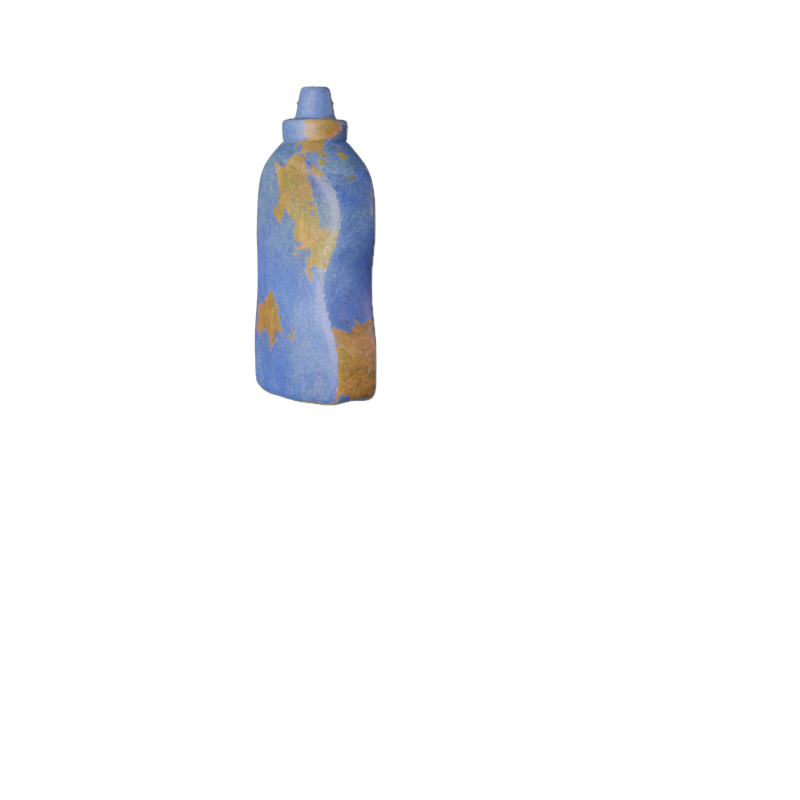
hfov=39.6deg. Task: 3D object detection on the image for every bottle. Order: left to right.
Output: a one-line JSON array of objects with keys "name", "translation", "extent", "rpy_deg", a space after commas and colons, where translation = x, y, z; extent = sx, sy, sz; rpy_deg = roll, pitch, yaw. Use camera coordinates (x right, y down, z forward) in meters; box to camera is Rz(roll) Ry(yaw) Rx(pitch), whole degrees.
[{"name": "bottle", "translation": [-0.054, -0.099, 0.692], "extent": [0.056, 0.190, 0.100], "rpy_deg": [-2, 6, -34]}]
